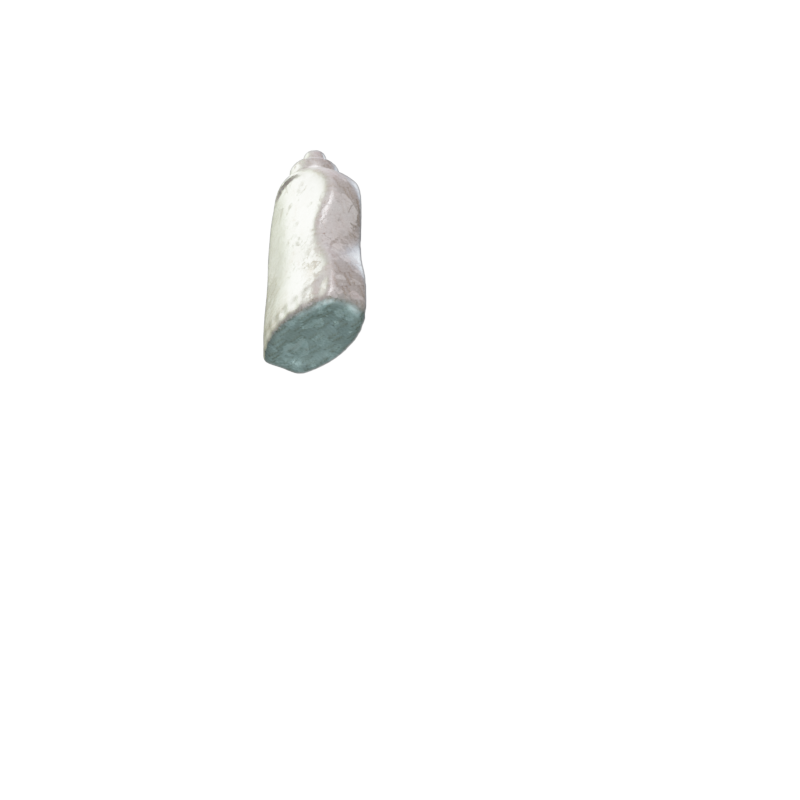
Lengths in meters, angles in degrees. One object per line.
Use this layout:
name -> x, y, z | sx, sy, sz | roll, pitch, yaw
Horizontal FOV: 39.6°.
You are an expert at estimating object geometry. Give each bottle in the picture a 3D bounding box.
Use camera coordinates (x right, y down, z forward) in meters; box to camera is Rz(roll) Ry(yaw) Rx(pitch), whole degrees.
bottle -> -0.066, -0.122, 0.853 | 0.056, 0.206, 0.094 | 20, -44, -26
